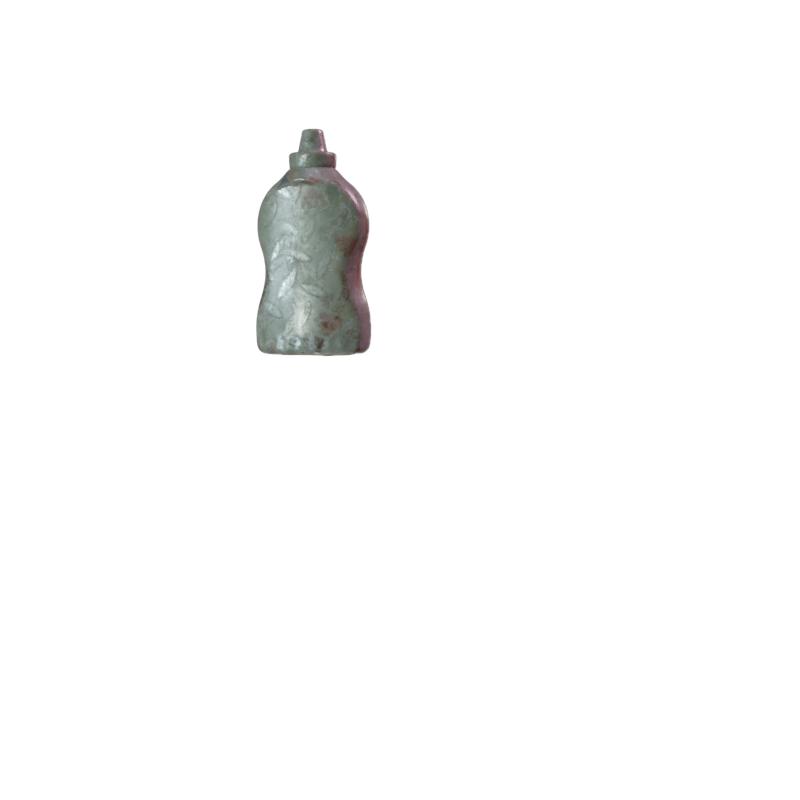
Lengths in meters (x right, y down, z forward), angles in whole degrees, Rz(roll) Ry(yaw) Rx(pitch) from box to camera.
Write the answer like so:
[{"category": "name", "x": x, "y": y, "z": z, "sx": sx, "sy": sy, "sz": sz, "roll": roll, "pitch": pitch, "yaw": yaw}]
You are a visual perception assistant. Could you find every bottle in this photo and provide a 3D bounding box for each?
[{"category": "bottle", "x": -0.074, "y": -0.135, "z": 0.946, "sx": 0.099, "sy": 0.193, "sz": 0.056, "roll": -1, "pitch": -2, "yaw": 21}]
